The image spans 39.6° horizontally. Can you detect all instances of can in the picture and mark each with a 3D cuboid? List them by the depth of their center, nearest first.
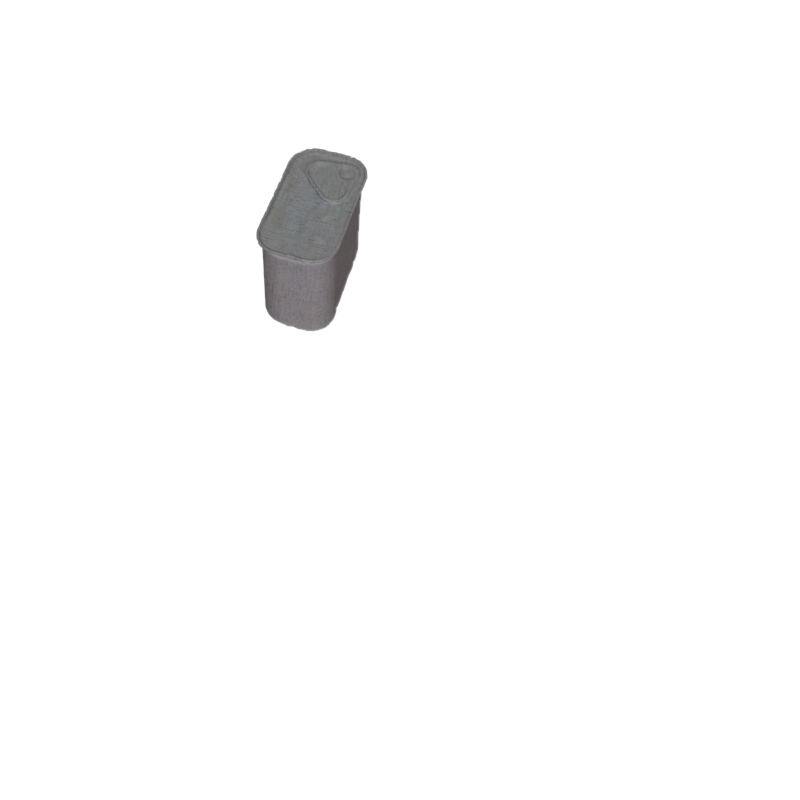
[{"bbox_3d":[-0.061,-0.112,0.785,0.058,0.107,0.078,13,-36,7],"label":"can"}]
